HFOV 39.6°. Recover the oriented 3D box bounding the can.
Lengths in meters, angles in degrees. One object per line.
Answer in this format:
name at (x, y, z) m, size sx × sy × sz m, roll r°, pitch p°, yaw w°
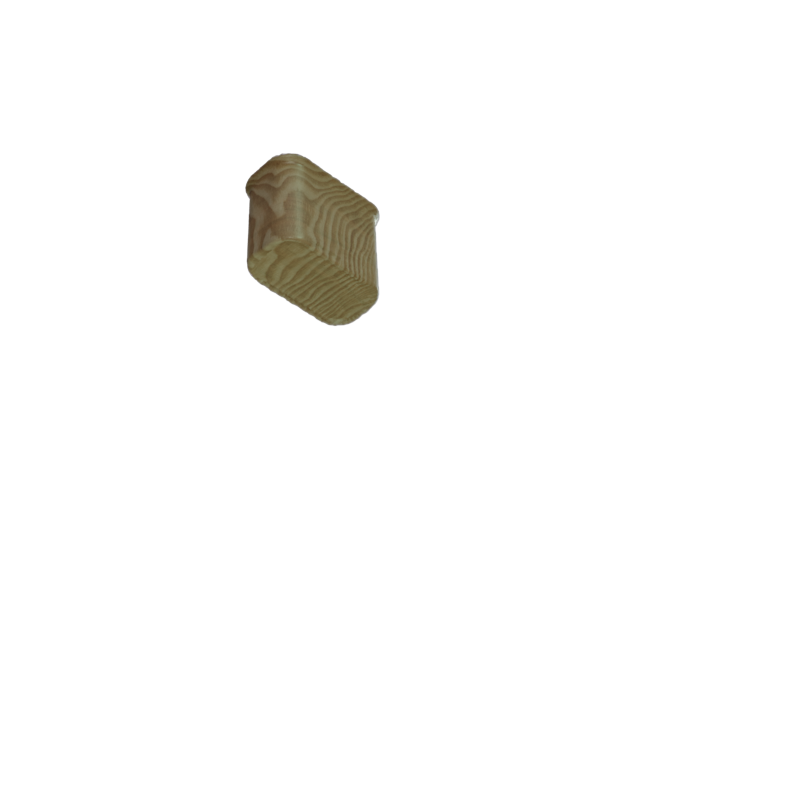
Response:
can at (-0.061, -0.112, 0.784) m, size 0.096 × 0.090 × 0.057 m, roll 31°, pitch -51°, yaw -32°
